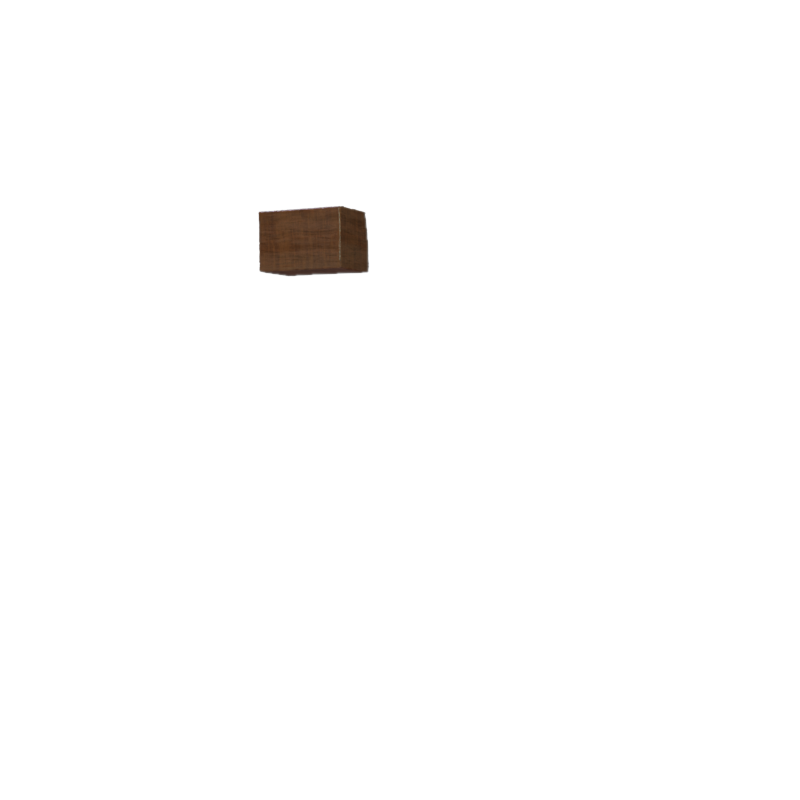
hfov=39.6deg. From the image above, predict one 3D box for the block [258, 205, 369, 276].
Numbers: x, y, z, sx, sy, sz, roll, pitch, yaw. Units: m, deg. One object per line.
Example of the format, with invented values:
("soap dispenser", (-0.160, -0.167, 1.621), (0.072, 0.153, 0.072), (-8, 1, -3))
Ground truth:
("block", (-0.072, -0.131, 0.915), (0.080, 0.052, 0.051), (0, -2, 25))
